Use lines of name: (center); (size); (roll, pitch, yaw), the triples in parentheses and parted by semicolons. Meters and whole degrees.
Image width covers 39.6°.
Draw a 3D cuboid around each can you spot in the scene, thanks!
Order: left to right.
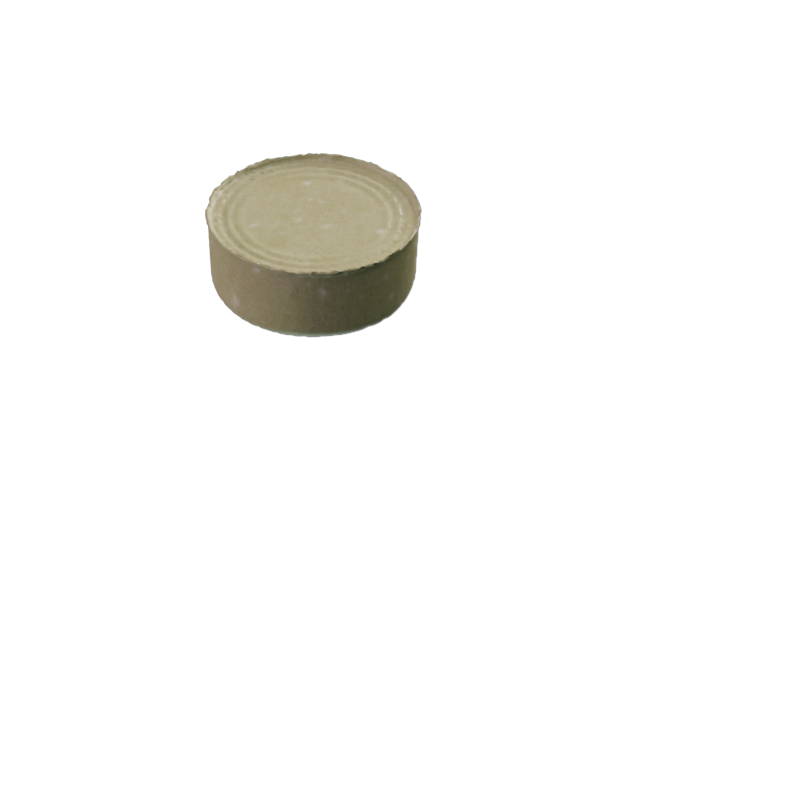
can: (-0.035, -0.064, 0.449); (0.086, 0.031, 0.092); (-1, 40, -2)
